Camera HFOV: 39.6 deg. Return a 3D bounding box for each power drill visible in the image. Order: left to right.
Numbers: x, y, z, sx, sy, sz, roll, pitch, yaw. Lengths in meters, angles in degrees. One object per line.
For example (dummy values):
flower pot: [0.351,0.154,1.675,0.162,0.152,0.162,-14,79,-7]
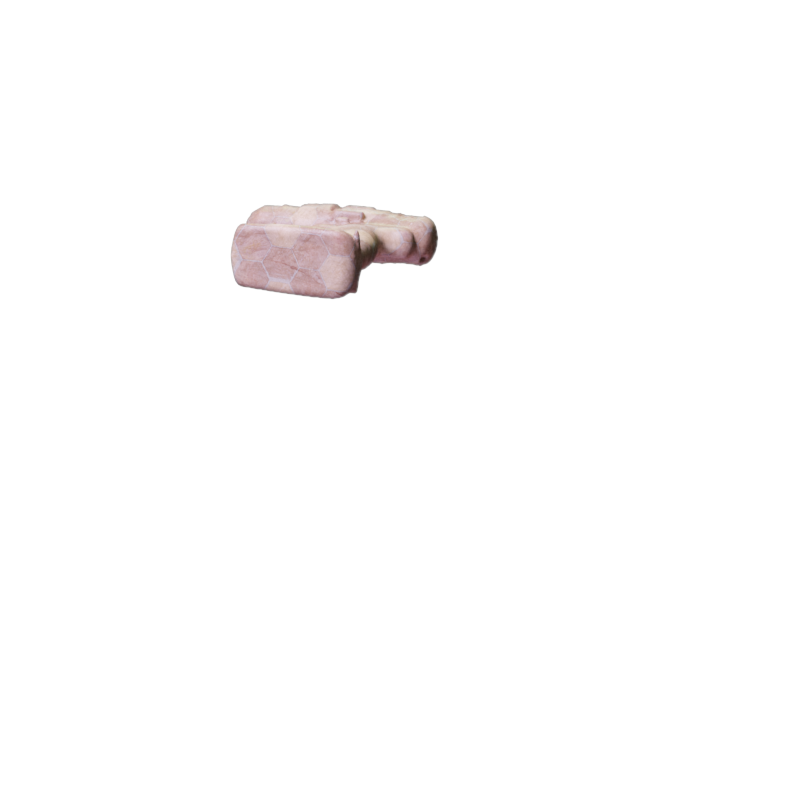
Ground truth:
power drill: [-0.076,-0.138,0.967,0.190,0.056,0.189,6,18,18]
